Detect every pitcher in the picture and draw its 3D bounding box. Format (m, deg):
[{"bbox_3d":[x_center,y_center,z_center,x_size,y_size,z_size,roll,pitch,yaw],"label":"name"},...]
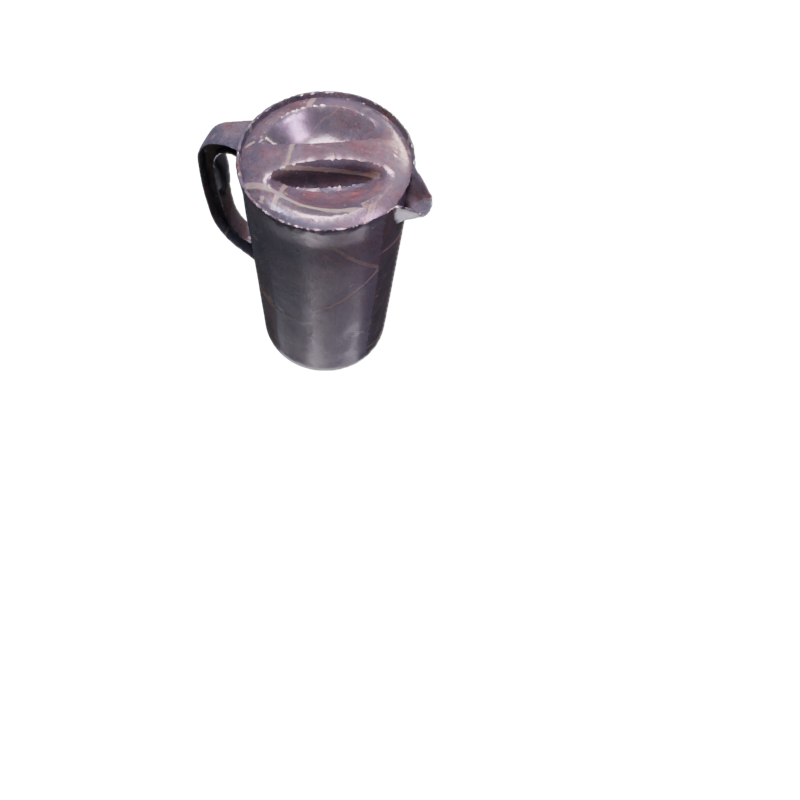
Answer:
[{"bbox_3d":[-0.071,-0.130,0.910,0.144,0.160,0.228,-20,-28,-14],"label":"pitcher"}]
